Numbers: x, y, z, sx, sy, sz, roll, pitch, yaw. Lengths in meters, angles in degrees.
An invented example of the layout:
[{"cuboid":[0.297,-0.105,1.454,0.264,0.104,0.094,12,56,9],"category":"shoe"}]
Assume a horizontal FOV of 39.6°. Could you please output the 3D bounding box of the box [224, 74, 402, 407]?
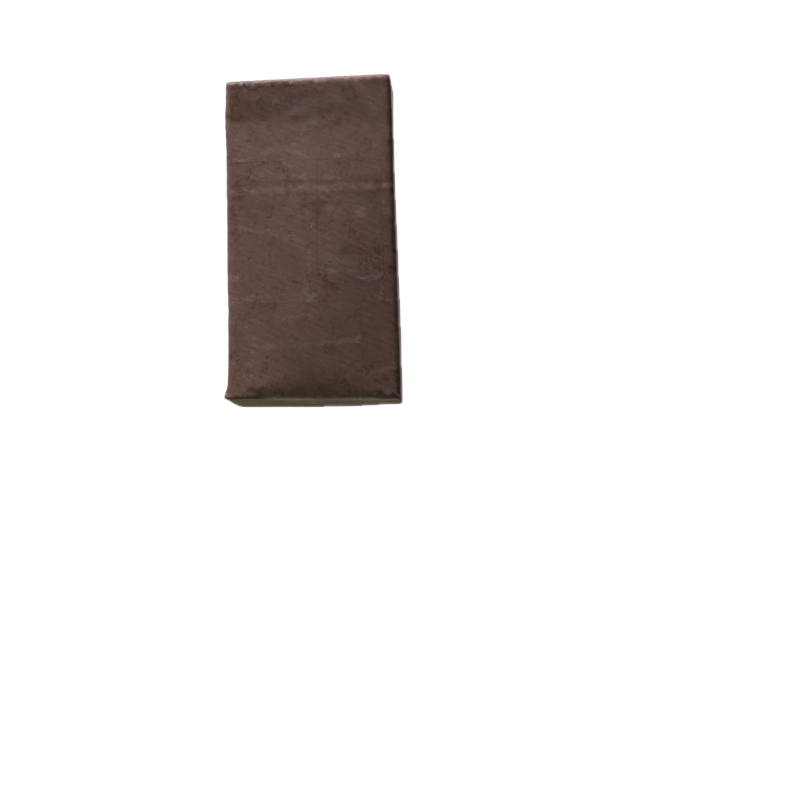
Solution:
[{"cuboid":[-0.047,-0.086,0.604,0.094,0.182,0.046,-2,-12,5],"category":"box"}]
